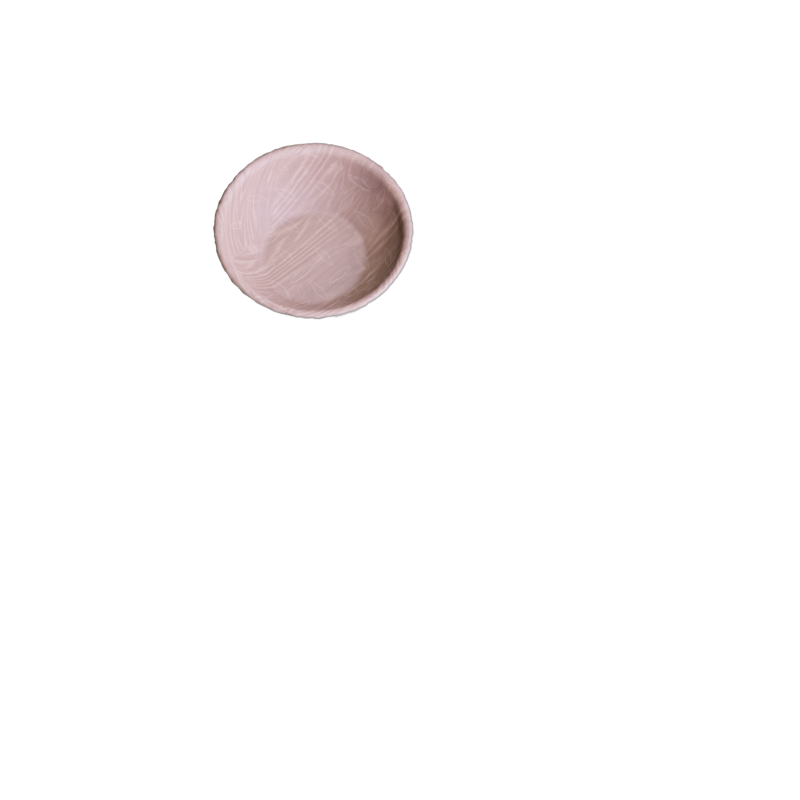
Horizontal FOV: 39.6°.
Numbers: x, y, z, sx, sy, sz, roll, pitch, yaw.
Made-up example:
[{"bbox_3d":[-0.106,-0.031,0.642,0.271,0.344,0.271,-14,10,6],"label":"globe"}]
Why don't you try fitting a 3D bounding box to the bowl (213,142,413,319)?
[{"bbox_3d":[-0.072,-0.131,0.916,0.162,0.172,0.052,-1,-26,-1],"label":"bowl"}]
